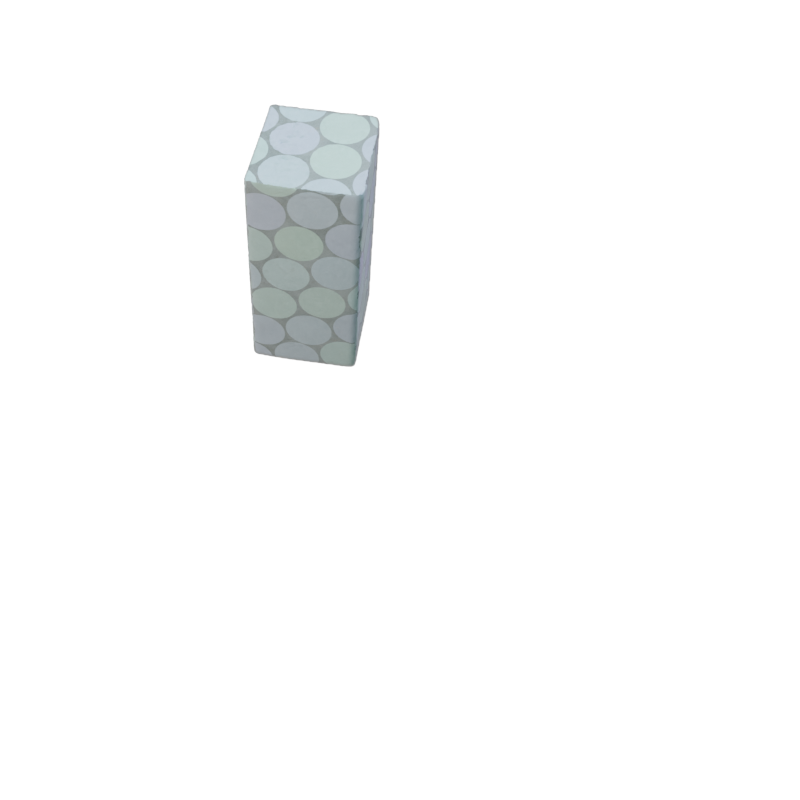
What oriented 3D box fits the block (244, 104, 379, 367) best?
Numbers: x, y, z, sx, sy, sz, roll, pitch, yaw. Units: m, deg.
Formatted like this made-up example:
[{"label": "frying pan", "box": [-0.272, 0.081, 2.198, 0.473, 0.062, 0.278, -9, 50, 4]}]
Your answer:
[{"label": "block", "box": [-0.070, -0.129, 0.903, 0.091, 0.096, 0.192, 9, -39, 4]}]
